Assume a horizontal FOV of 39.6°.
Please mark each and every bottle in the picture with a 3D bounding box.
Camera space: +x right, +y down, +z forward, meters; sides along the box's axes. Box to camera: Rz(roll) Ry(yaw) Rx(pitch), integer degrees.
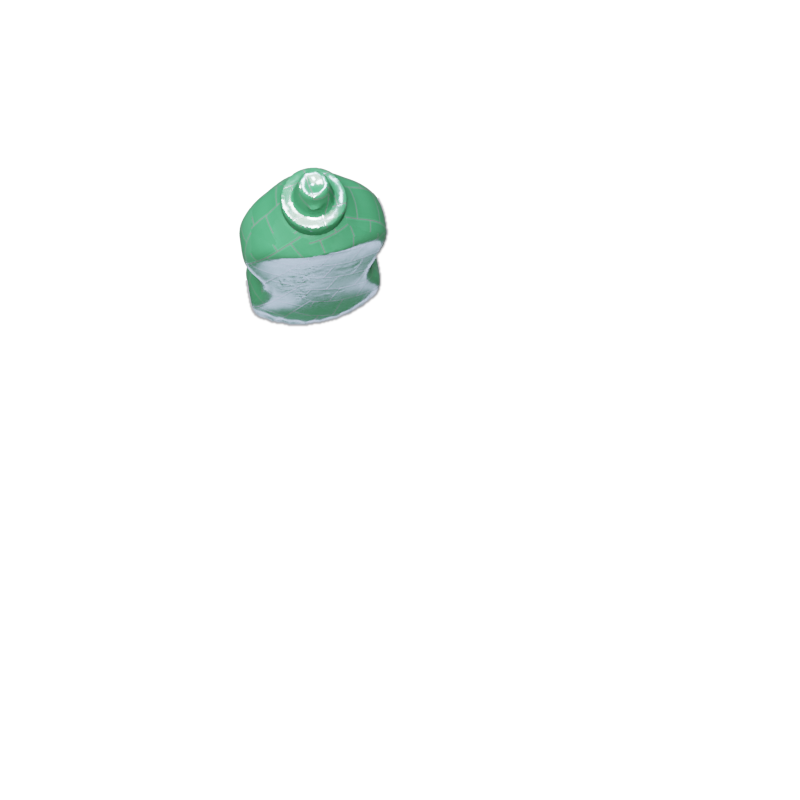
[{"bbox_3d":[-0.058,-0.105,0.739,0.095,0.061,0.184,-8,-14,-6],"label":"bottle"}]
